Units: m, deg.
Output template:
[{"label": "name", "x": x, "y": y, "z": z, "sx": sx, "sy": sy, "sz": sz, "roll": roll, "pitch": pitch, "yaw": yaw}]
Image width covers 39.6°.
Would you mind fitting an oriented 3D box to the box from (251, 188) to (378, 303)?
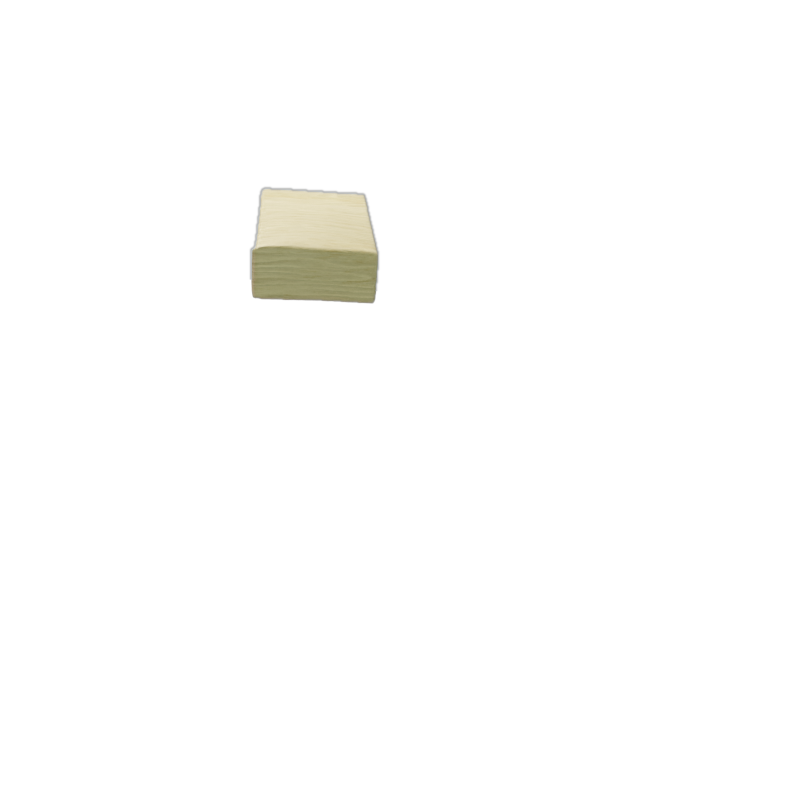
[{"label": "box", "x": -0.069, "y": -0.126, "z": 0.886, "sx": 0.093, "sy": 0.046, "sz": 0.184, "roll": 2, "pitch": 21, "yaw": -4}]
